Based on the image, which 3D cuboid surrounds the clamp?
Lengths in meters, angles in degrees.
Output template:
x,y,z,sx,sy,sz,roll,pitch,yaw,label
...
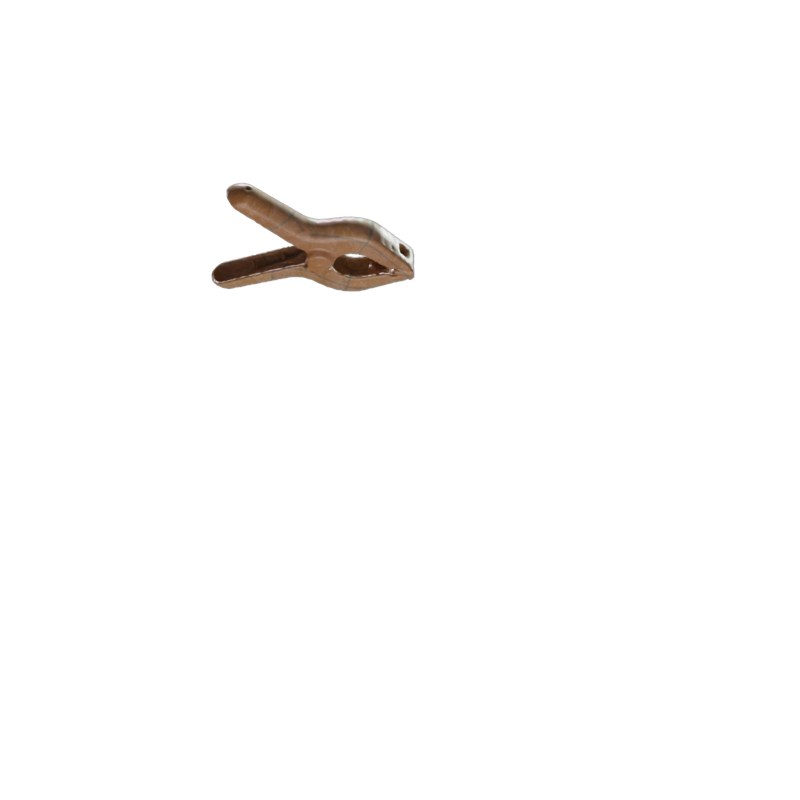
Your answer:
x,y,z,sx,sy,sz,roll,pitch,yaw,label
-0.071,-0.130,0.909,0.171,0.042,0.113,1,-29,-2,clamp
